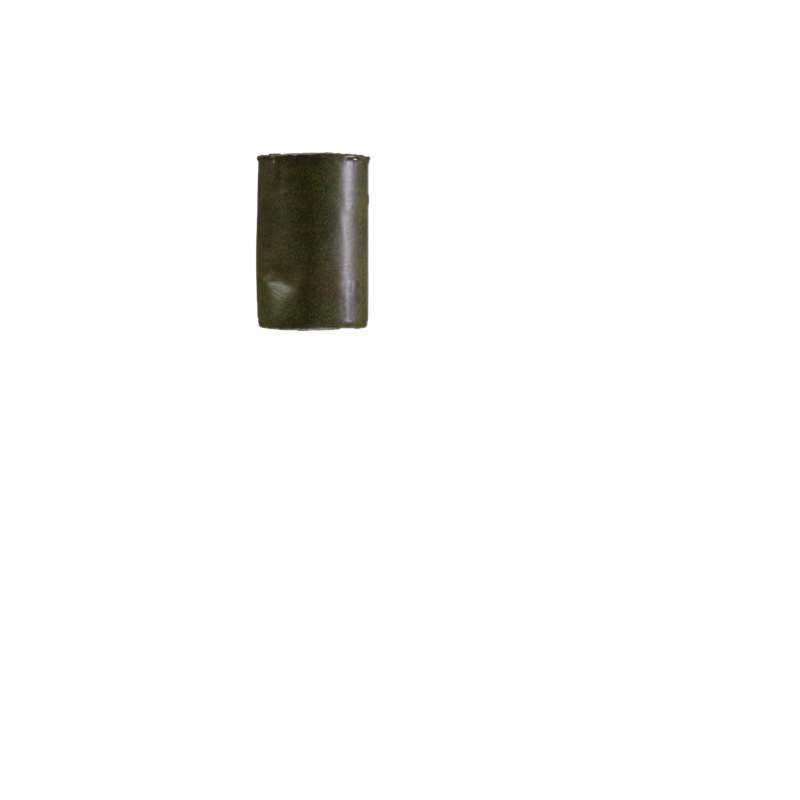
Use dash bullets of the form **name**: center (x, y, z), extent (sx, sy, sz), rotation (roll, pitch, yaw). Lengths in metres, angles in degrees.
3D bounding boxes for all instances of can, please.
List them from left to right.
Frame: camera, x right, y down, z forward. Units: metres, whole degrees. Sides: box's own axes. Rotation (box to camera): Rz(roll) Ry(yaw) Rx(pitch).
- **can**: center (-0.052, -0.095, 0.662), extent (0.068, 0.102, 0.069), rotation (0, 2, -2)
